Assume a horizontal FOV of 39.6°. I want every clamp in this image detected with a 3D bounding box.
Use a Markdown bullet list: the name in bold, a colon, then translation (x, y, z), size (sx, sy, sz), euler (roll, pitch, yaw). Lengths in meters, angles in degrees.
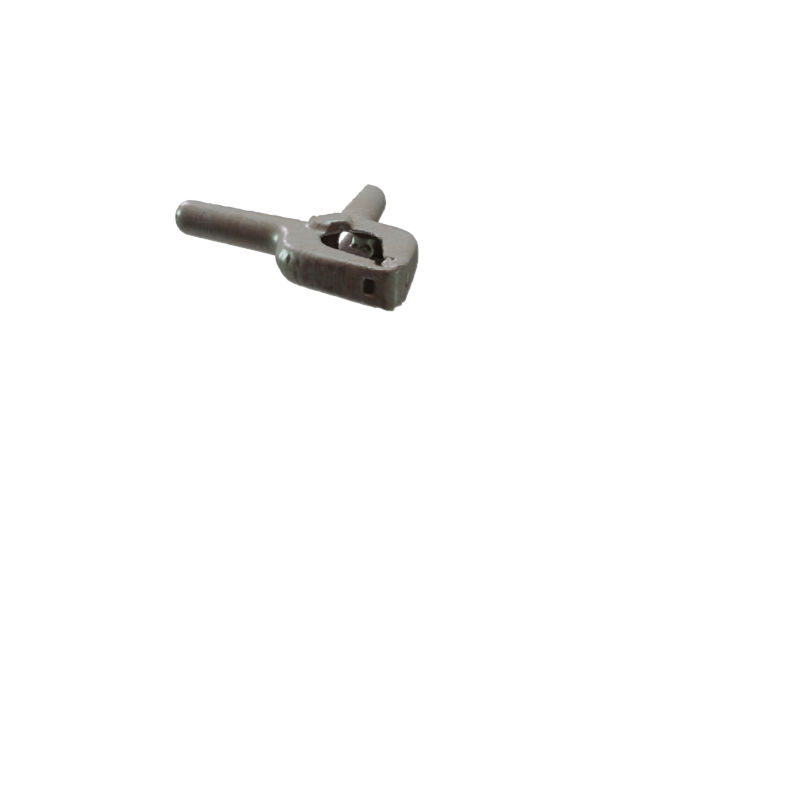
- **clamp**: translation (-0.059, -0.107, 0.752), size (0.162, 0.035, 0.224), euler (-7, 25, -16)
